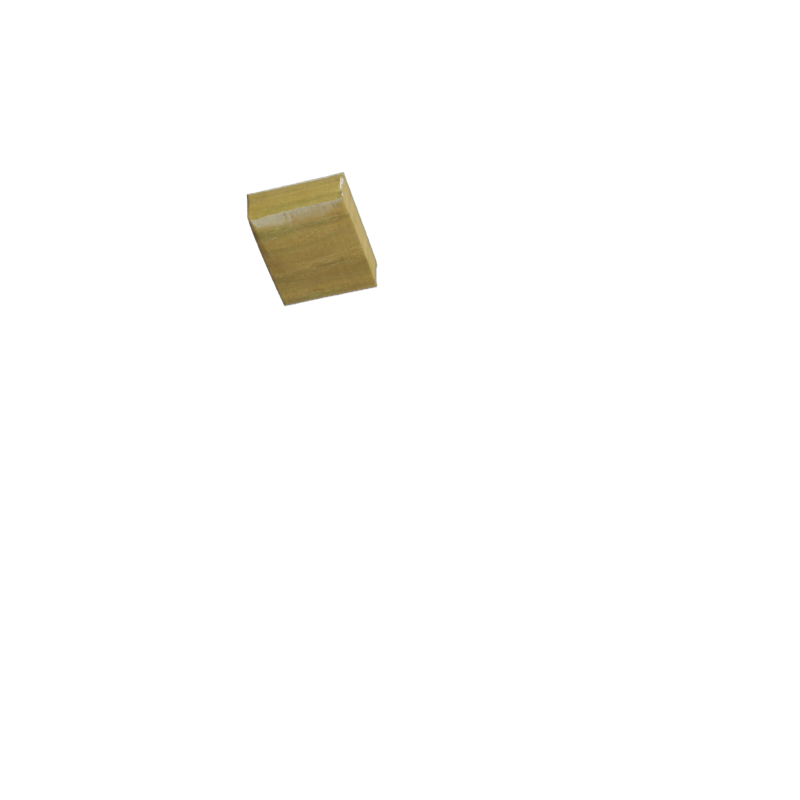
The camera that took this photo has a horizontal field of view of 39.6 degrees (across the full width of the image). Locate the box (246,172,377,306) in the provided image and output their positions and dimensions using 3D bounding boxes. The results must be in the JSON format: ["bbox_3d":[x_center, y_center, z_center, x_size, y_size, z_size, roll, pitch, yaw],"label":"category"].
[{"bbox_3d":[-0.077,-0.139,0.977,0.091,0.042,0.105,-11,-45,11],"label":"box"}]
